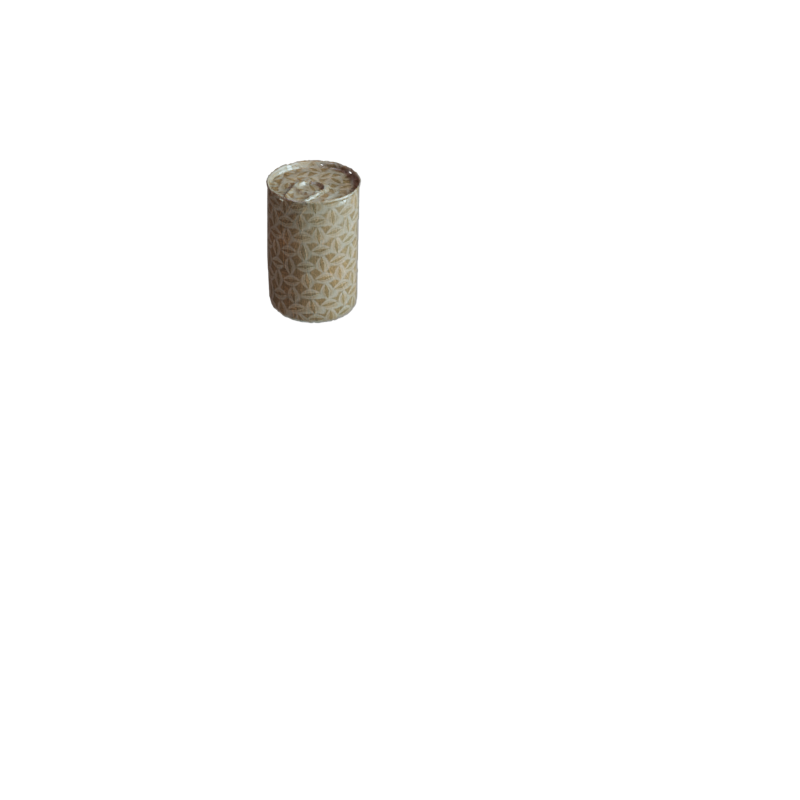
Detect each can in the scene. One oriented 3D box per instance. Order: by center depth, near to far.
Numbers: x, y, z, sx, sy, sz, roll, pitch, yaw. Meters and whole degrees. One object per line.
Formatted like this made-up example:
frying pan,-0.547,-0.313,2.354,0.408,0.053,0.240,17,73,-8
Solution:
can,-0.064,-0.117,0.817,0.068,0.096,0.073,0,33,-3
